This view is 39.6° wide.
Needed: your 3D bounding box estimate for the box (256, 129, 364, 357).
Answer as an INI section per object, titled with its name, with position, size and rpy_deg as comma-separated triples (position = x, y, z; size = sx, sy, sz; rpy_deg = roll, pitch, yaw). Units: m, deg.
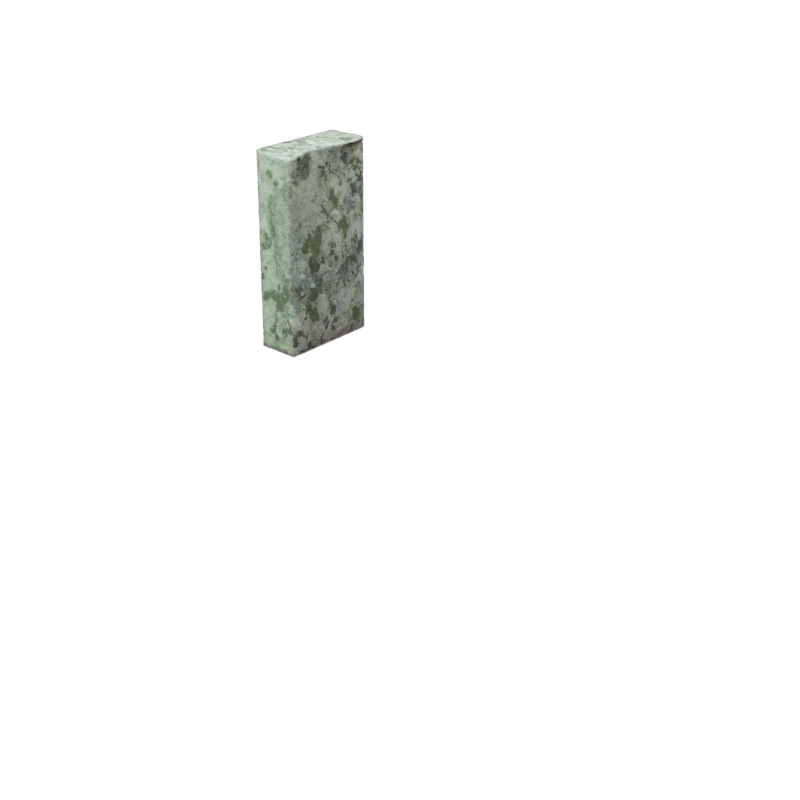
[box]
position = -0.074, -0.135, 0.947
size = 0.051, 0.168, 0.092
rpy_deg = 20, 29, 37
